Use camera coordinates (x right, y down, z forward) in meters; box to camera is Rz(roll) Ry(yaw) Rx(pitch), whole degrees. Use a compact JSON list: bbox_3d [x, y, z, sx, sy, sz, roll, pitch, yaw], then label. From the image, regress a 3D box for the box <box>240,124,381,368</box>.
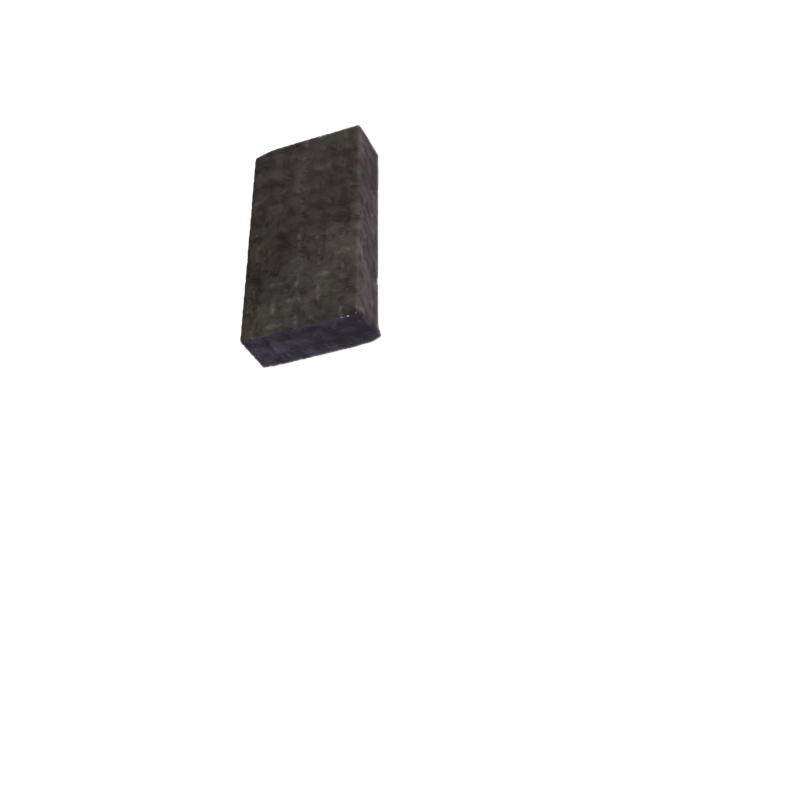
[{"bbox_3d":[-0.064,-0.117,0.815,0.094,0.188,0.044,-15,-35,18],"label":"box"}]
